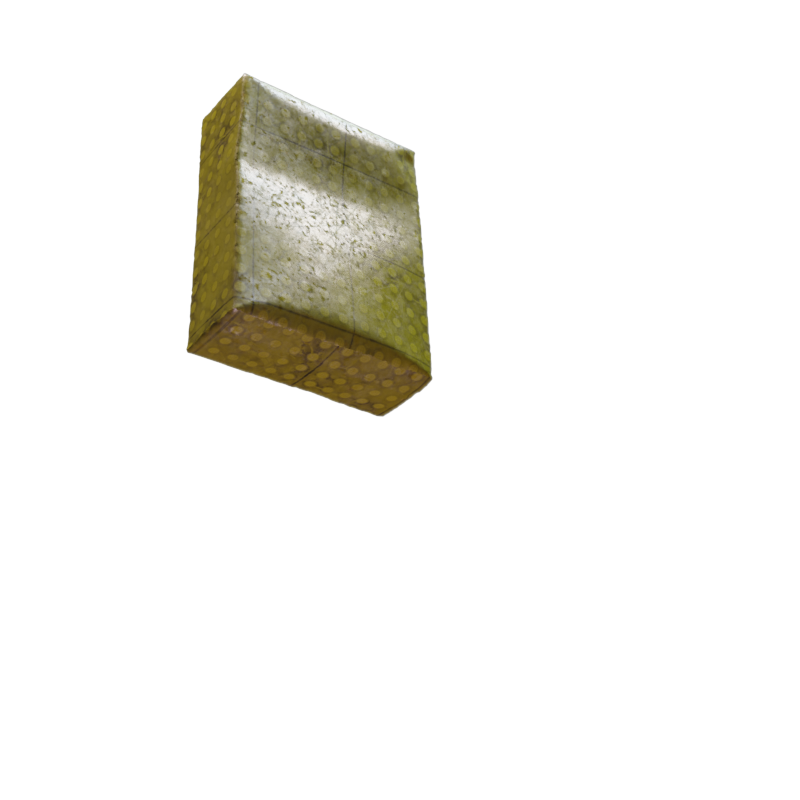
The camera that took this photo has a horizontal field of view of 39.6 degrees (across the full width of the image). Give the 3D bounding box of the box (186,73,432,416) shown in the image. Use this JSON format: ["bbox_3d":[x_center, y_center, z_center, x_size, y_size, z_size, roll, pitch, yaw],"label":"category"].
[{"bbox_3d":[-0.063,-0.114,0.801,0.156,0.229,0.071,19,-40,-29],"label":"box"}]
